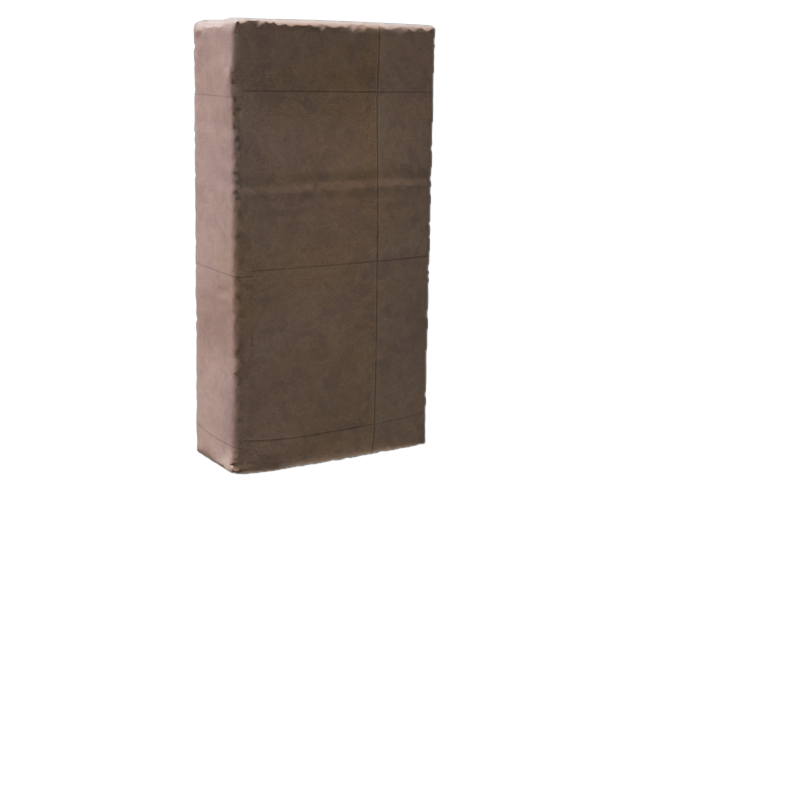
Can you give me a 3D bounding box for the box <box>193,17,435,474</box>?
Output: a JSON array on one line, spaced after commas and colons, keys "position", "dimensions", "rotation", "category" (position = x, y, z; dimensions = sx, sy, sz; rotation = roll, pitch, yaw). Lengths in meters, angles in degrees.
[{"position": [-0.035, -0.065, 0.452], "dimensions": [0.091, 0.173, 0.050], "rotation": [-5, 9, -32], "category": "box"}]
